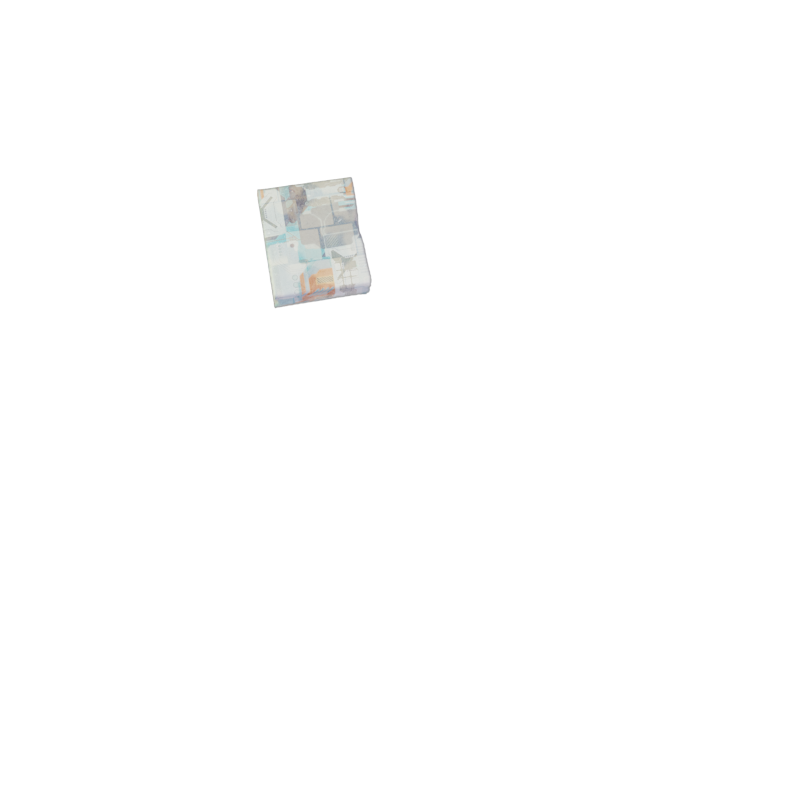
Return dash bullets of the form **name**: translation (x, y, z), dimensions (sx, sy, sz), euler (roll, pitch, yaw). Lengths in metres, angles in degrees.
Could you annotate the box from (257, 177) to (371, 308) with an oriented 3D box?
- **box**: translation (-0.065, -0.118, 0.828), dimensions (0.073, 0.094, 0.029), euler (-9, -20, -4)
